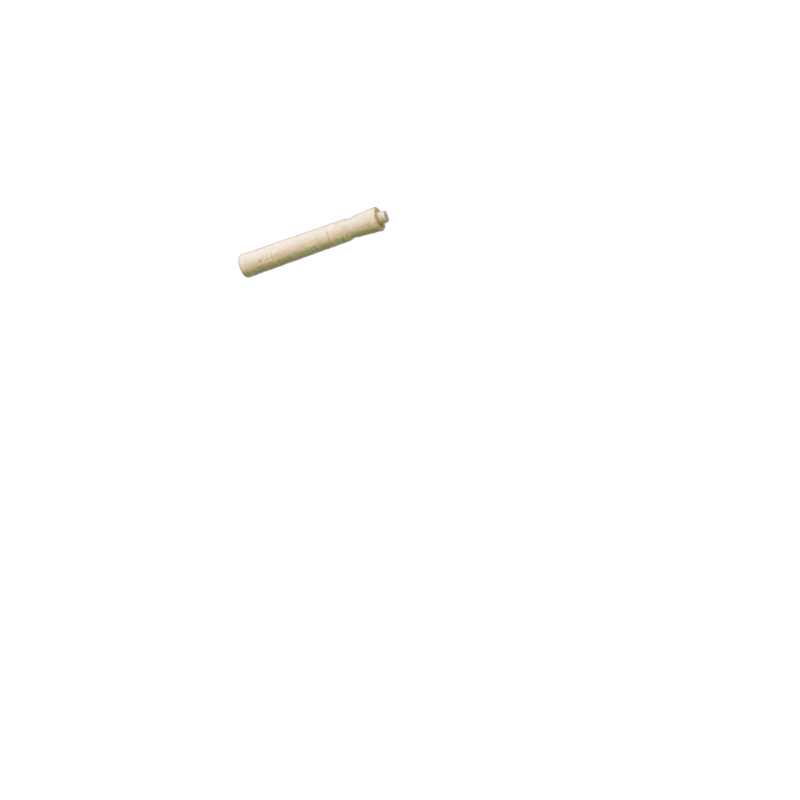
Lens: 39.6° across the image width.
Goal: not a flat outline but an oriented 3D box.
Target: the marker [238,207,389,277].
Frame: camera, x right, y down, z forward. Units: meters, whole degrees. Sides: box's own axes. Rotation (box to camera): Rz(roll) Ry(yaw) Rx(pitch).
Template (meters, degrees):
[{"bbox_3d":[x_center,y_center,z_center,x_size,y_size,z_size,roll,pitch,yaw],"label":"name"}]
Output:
[{"bbox_3d":[-0.065,-0.118,0.830,0.122,0.020,0.019,-16,-2,20],"label":"marker"}]
